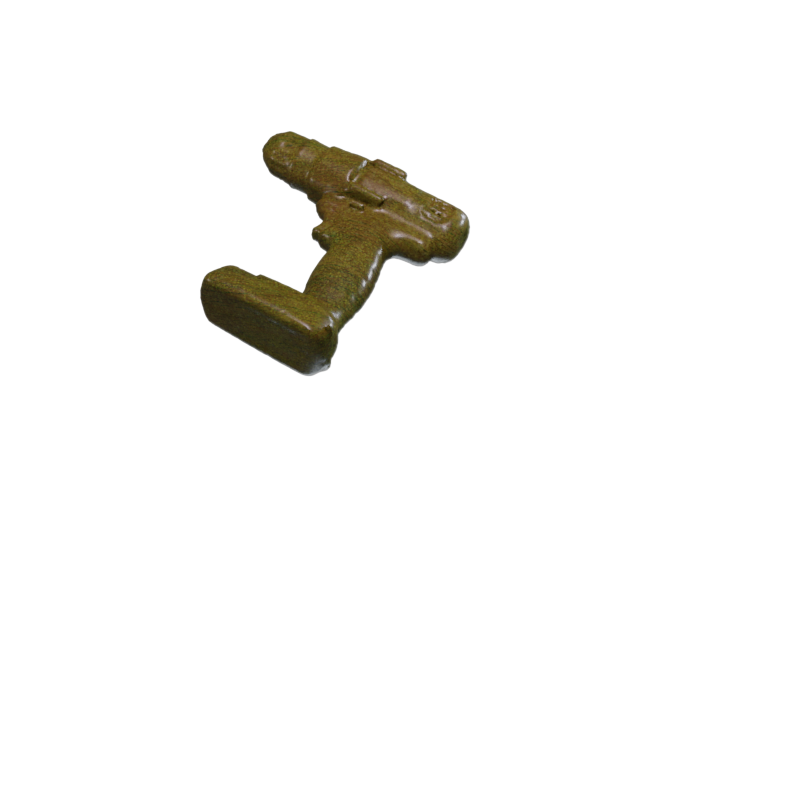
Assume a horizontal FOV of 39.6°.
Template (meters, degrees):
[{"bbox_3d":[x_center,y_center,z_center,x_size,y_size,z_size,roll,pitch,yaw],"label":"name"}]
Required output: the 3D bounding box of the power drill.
[{"bbox_3d":[-0.066,-0.120,0.837,0.193,0.192,0.053,27,-35,20],"label":"power drill"}]
